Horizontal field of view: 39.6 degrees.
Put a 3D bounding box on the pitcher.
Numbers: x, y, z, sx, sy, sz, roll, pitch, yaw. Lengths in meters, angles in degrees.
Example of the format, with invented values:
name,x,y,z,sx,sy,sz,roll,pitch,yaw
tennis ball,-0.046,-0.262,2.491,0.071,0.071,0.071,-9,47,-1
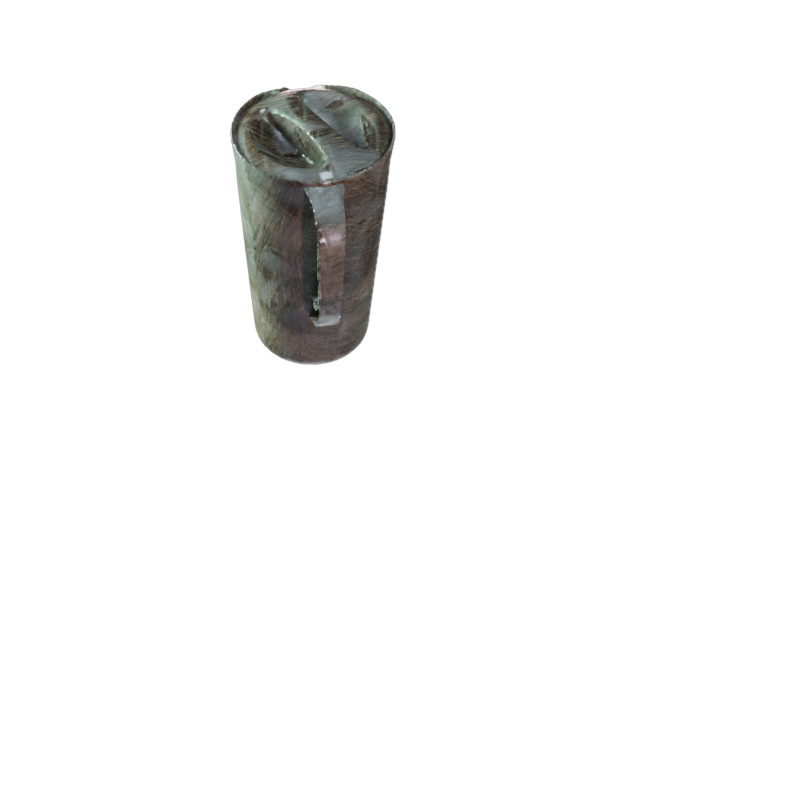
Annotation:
name,x,y,z,sx,sy,sz,roll,pitch,yaw
pitcher,-0.075,-0.137,0.961,0.152,0.226,0.153,27,51,21
